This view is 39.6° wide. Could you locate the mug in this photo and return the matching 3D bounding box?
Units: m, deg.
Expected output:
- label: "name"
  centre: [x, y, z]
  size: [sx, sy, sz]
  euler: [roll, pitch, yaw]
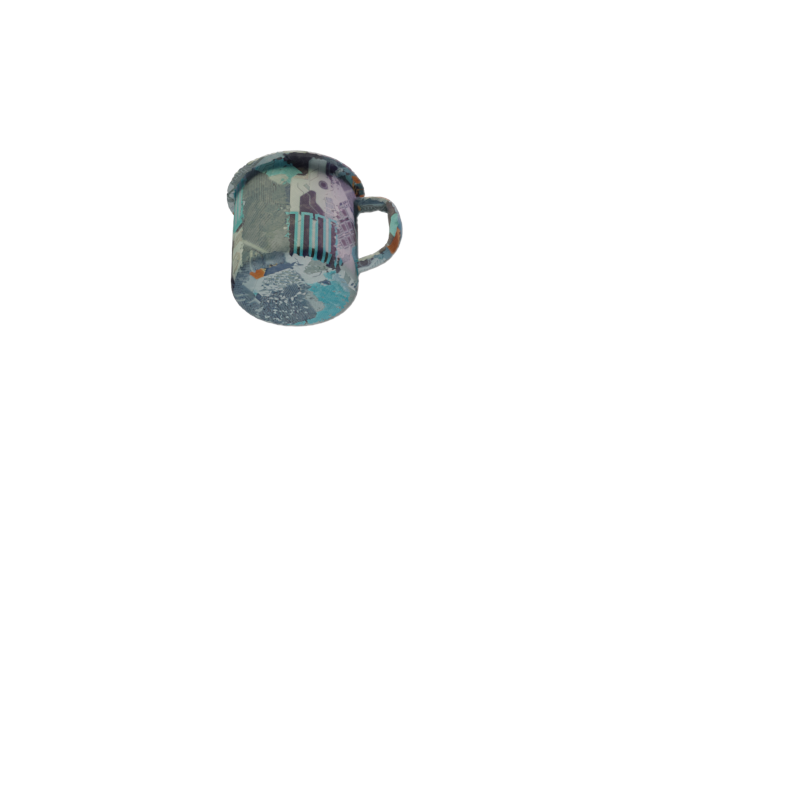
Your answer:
- label: "mug"
  centre: [-0.056, -0.103, 0.720]
  size: [0.118, 0.087, 0.086]
  euler: [-6, -34, 7]
